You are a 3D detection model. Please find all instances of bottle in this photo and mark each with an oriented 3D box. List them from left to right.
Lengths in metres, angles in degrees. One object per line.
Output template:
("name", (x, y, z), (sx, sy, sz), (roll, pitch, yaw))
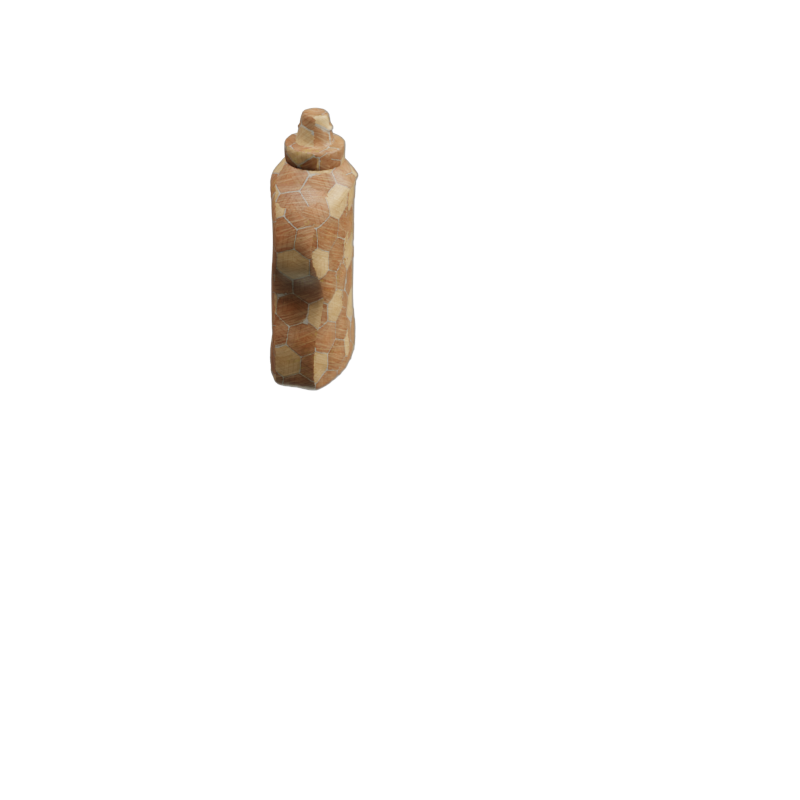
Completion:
("bottle", (-0.060, -0.110, 0.768), (0.060, 0.180, 0.100), (9, 31, 12))
